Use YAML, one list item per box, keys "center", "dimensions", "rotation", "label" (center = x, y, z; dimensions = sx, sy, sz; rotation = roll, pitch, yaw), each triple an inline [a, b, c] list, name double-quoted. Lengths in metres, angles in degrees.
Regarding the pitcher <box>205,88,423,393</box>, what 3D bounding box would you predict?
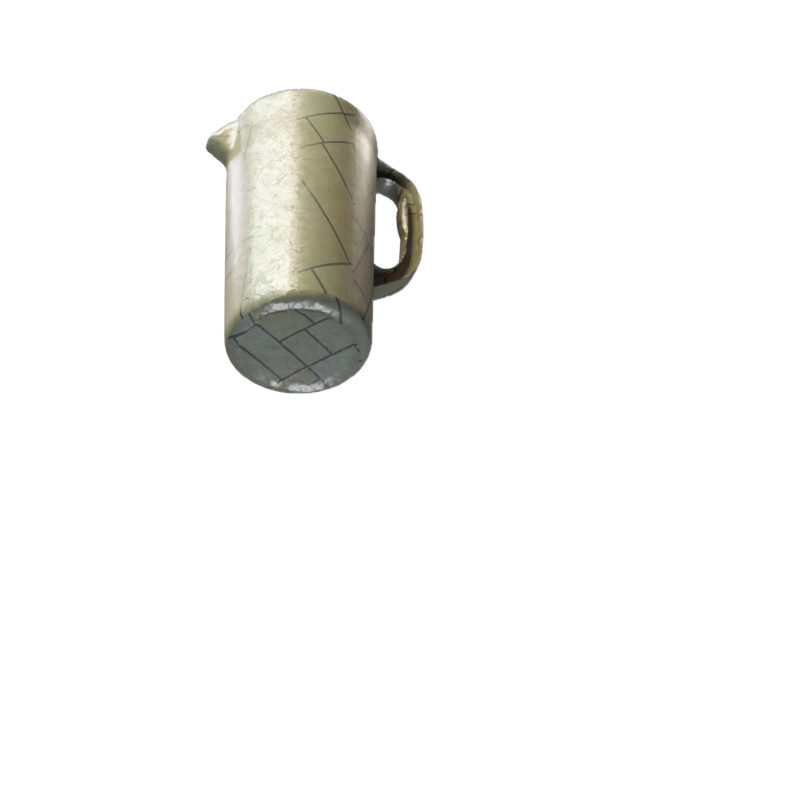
- center: [-0.069, -0.126, 0.886]
  dimensions: [0.150, 0.261, 0.134]
  rotation: [-19, -45, 16]
  label: "pitcher"
